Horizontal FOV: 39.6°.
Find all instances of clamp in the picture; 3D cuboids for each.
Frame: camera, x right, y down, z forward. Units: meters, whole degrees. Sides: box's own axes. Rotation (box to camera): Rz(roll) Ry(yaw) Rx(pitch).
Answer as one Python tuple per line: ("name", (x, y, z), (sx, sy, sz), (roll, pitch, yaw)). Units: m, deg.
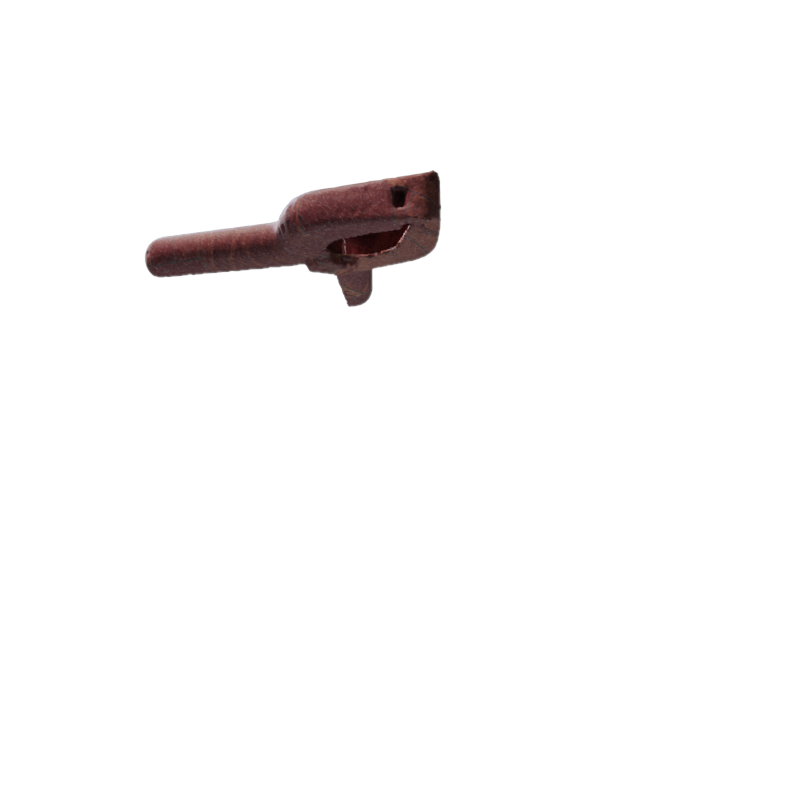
("clamp", (-0.052, -0.095, 0.663), (0.159, 0.037, 0.211), (4, -10, -26))
